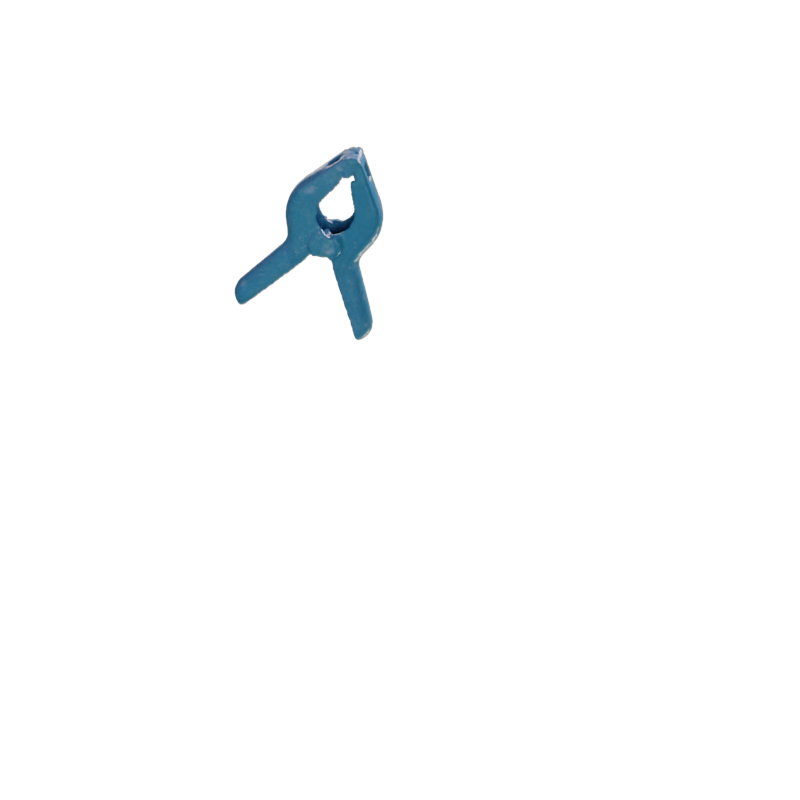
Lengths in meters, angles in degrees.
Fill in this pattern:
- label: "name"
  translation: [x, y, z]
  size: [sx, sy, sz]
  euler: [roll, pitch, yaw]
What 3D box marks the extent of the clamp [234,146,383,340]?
- label: "clamp"
  translation: [-0.072, -0.131, 0.915]
  size: [0.119, 0.163, 0.042]
  euler: [8, 28, -5]
